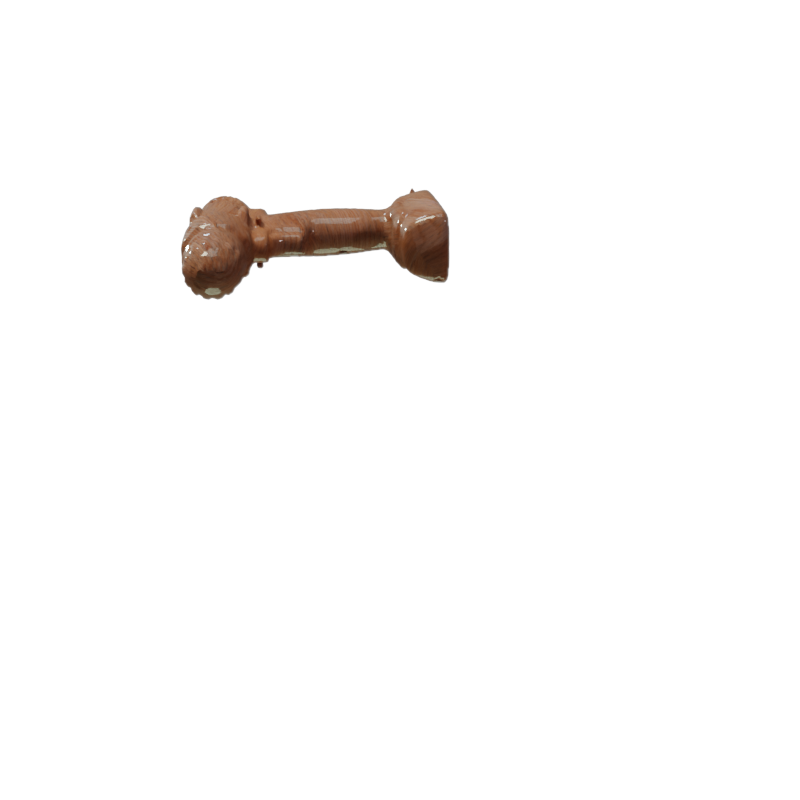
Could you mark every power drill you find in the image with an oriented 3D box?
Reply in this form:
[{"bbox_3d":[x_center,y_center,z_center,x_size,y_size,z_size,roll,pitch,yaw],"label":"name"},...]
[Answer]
[{"bbox_3d":[-0.062,-0.114,0.796,0.187,0.055,0.193,-1,21,-3],"label":"power drill"}]
